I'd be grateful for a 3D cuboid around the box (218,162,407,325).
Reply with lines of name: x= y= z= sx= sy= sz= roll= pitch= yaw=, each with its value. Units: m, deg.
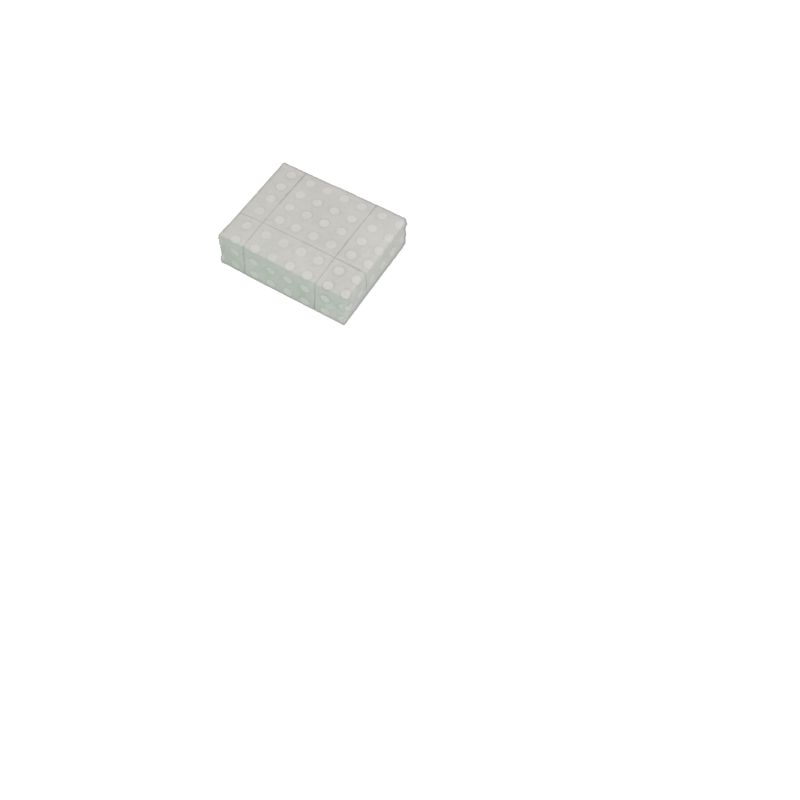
box: x=-0.065 y=-0.118 z=0.828 sx=0.118 sy=0.092 sz=0.036 roll=25 pitch=-35 yaw=18
